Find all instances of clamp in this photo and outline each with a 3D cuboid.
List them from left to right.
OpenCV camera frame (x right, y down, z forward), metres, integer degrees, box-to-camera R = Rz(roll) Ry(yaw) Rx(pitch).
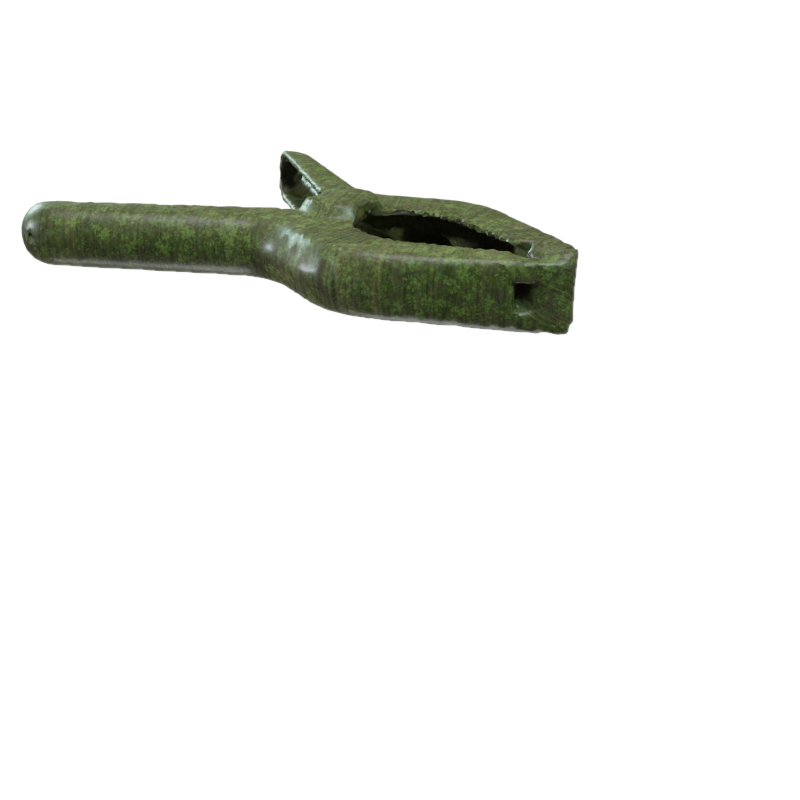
[{"bbox_3d":[-0.034,-0.062,0.432,0.162,0.035,0.223,-21,31,-40],"label":"clamp"}]
